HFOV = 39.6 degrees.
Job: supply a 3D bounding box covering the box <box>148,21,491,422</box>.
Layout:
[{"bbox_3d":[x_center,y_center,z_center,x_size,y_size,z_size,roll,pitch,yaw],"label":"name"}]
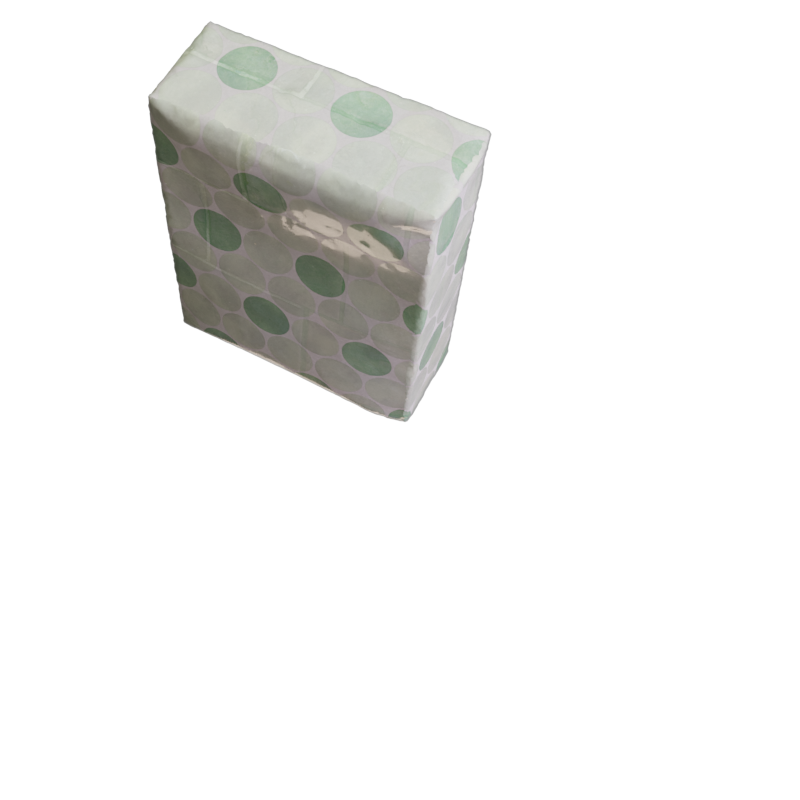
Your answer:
[{"bbox_3d":[-0.049,-0.090,0.627,0.169,0.074,0.200,26,-29,12],"label":"box"}]
